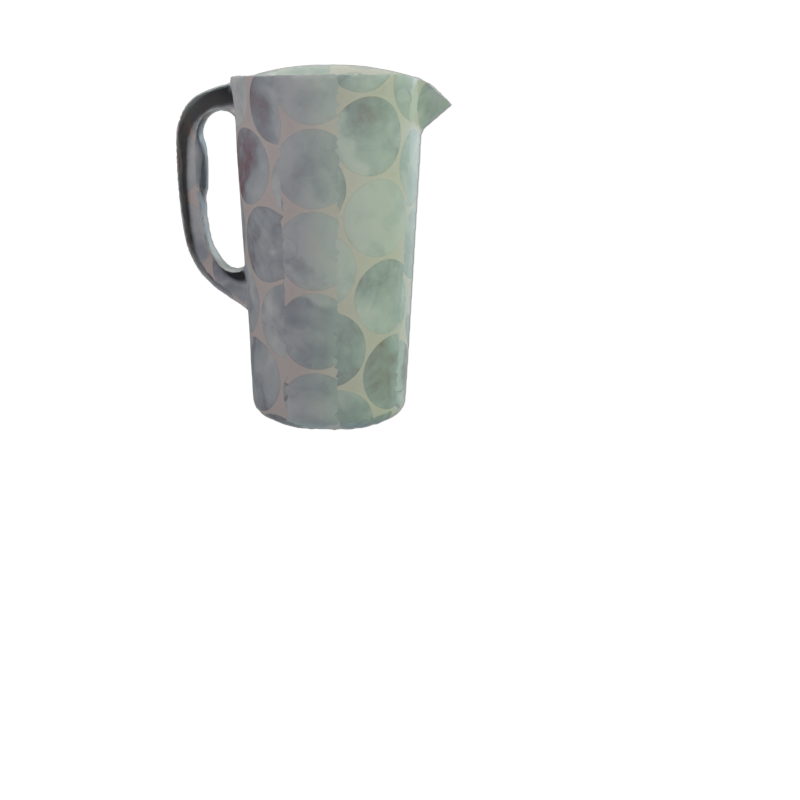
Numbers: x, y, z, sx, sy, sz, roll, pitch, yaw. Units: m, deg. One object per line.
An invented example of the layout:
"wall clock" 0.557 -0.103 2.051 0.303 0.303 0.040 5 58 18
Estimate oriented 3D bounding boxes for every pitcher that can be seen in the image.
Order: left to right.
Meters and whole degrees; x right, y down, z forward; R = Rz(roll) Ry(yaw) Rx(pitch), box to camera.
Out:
"pitcher" -0.060 -0.110 0.770 0.141 0.238 0.157 -8 13 -40
